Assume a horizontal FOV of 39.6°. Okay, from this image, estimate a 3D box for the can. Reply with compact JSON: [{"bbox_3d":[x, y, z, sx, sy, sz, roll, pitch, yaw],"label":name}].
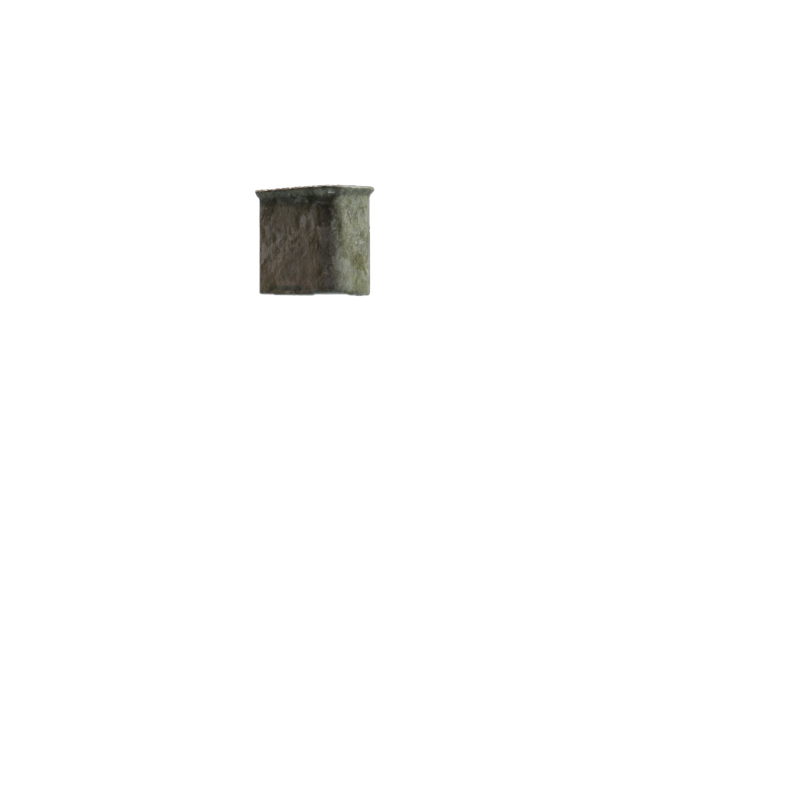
[{"bbox_3d":[-0.068,-0.124,0.870,0.055,0.084,0.106,-1,3,-43],"label":"can"}]
